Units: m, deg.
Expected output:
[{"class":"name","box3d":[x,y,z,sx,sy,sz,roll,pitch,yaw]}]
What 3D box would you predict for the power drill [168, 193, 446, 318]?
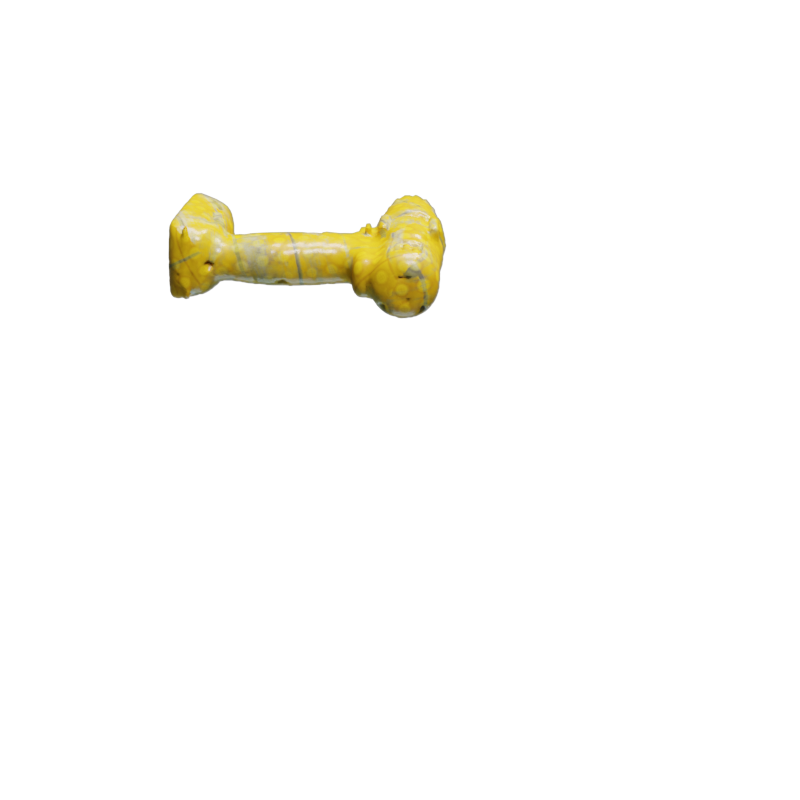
[{"class":"power drill","box3d":[-0.062,-0.113,0.788,0.189,0.055,0.191,2,22,4]}]
